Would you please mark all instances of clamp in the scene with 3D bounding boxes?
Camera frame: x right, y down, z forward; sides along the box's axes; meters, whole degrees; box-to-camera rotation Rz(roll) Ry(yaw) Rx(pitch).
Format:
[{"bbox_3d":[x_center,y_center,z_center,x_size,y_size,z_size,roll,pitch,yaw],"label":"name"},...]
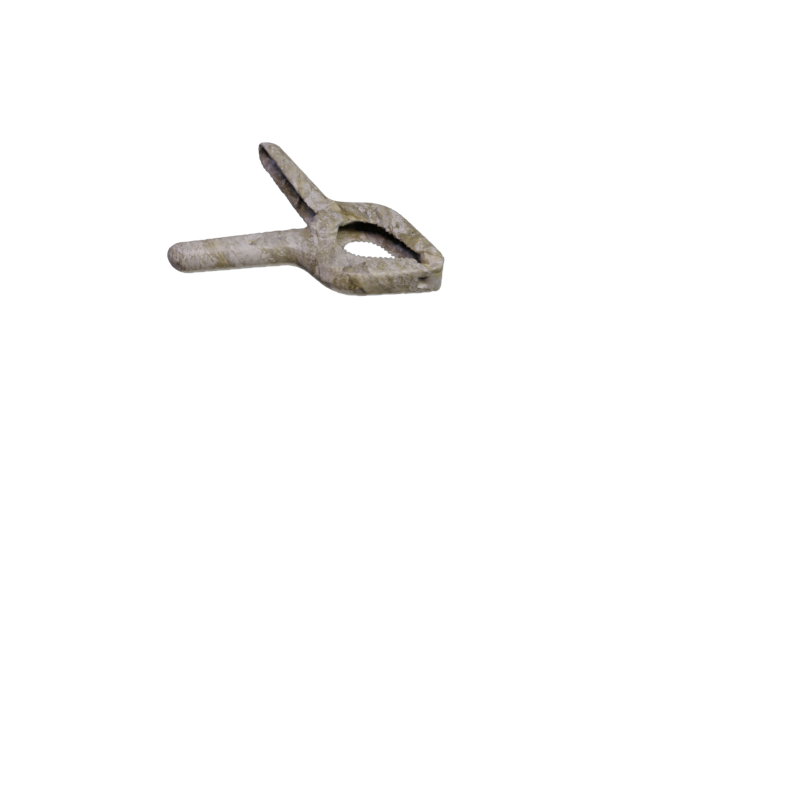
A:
[{"bbox_3d":[-0.069,-0.127,0.887,0.220,0.034,0.169,25,52,21],"label":"clamp"}]
